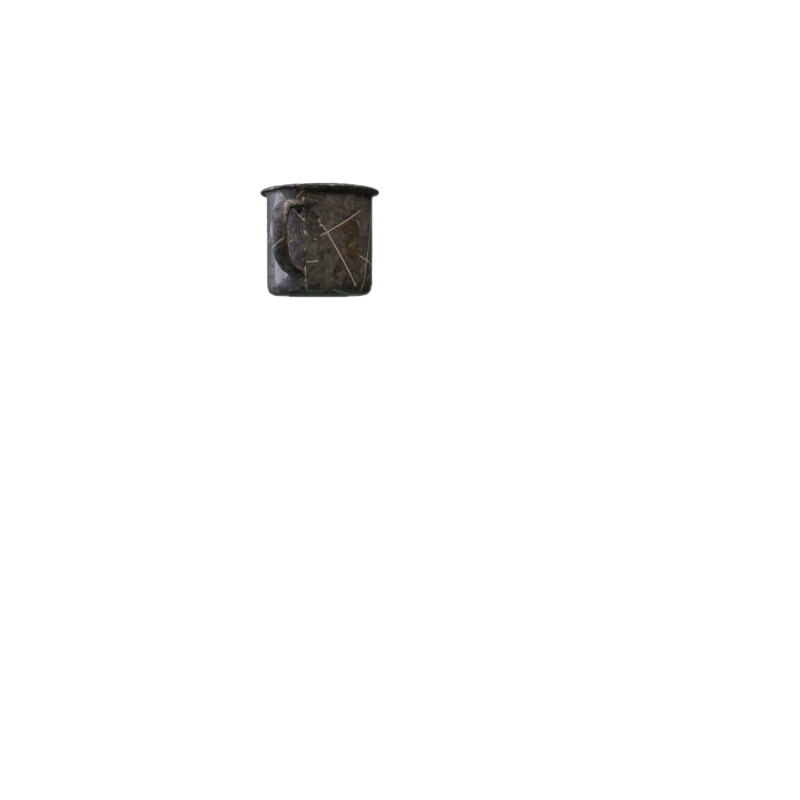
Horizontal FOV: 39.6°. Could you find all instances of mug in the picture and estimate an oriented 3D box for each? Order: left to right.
[{"bbox_3d":[-0.067,-0.121,0.850,0.096,0.082,0.113,0,0,21],"label":"mug"}]
